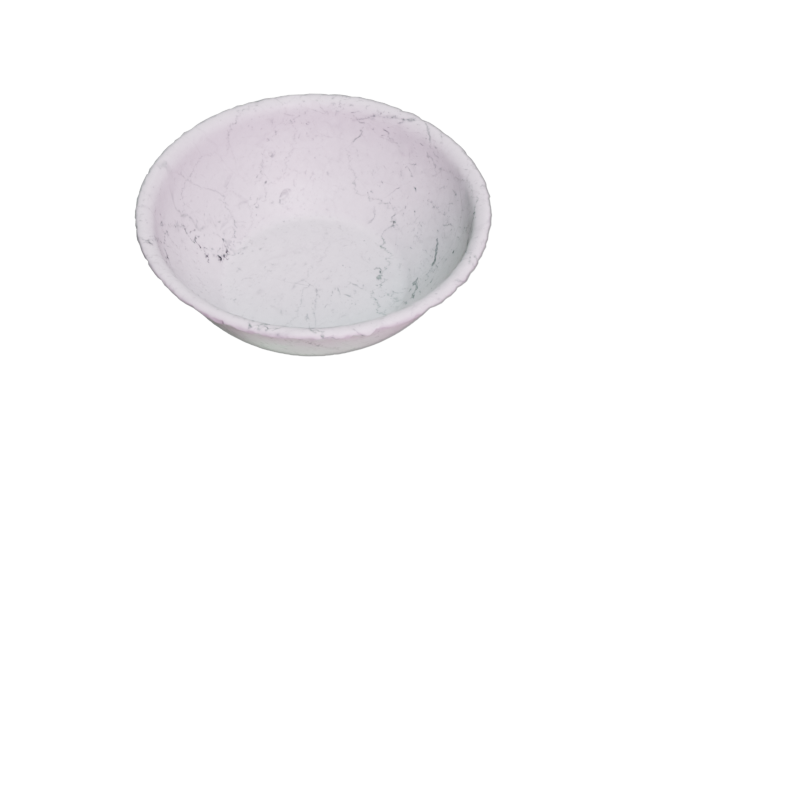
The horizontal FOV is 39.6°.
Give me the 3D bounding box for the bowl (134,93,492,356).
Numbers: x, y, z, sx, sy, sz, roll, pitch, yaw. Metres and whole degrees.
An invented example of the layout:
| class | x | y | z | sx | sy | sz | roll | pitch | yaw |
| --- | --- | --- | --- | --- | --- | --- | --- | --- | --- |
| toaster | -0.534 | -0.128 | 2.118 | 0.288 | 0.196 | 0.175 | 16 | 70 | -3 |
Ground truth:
| class | x | y | z | sx | sy | sz | roll | pitch | yaw |
| --- | --- | --- | --- | --- | --- | --- | --- | --- | --- |
| bowl | -0.041 | -0.074 | 0.521 | 0.162 | 0.174 | 0.051 | -1 | -41 | -1 |
